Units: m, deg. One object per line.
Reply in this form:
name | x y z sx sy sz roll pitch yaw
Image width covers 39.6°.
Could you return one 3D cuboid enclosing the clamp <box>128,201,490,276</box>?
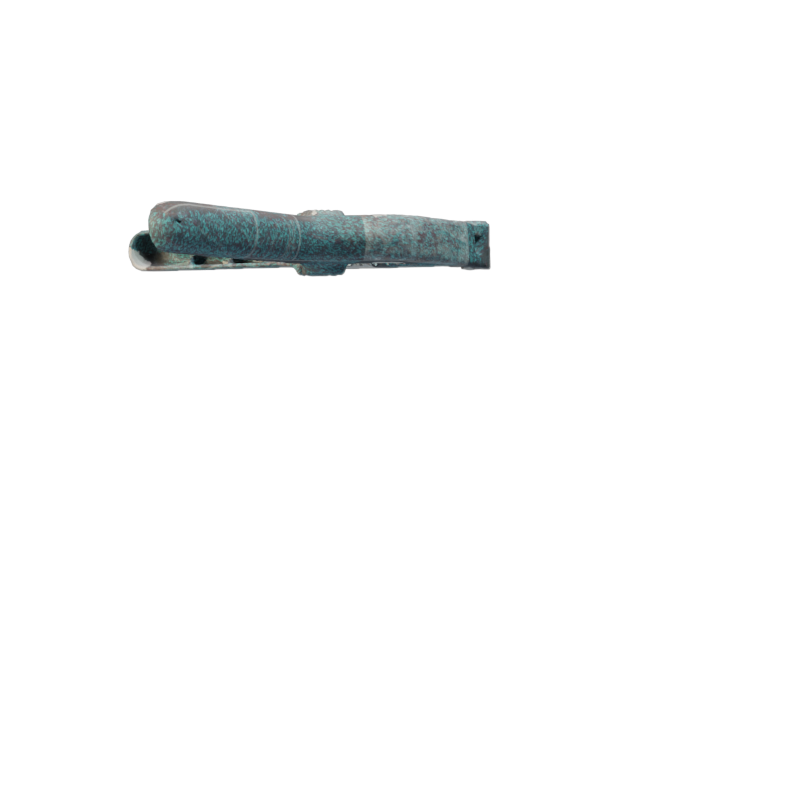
clamp | -0.048 -0.087 0.611 0.208 0.036 0.166 0 4 -8
